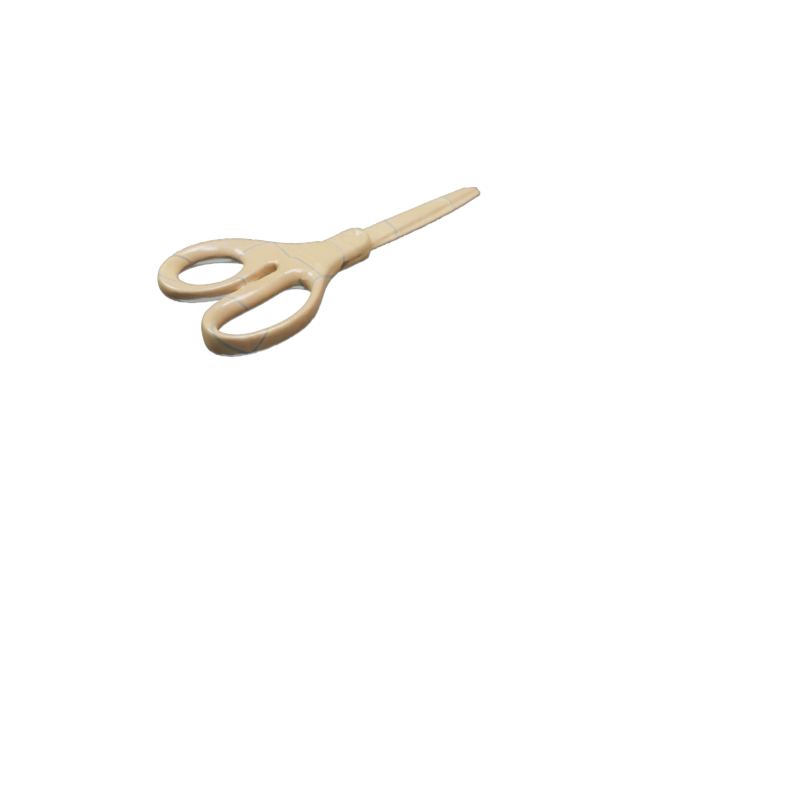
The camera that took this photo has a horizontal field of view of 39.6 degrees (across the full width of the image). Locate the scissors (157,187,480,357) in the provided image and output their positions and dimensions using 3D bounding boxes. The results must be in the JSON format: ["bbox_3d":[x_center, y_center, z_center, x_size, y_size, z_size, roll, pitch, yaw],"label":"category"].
[{"bbox_3d":[-0.046,-0.085,0.593,0.101,0.015,0.205,21,42,25],"label":"scissors"}]
